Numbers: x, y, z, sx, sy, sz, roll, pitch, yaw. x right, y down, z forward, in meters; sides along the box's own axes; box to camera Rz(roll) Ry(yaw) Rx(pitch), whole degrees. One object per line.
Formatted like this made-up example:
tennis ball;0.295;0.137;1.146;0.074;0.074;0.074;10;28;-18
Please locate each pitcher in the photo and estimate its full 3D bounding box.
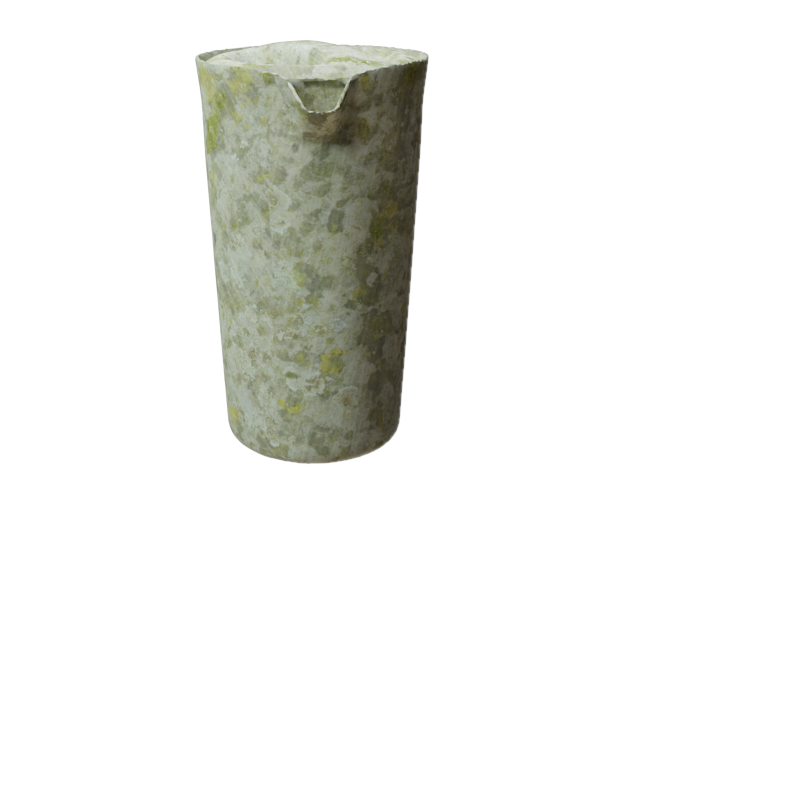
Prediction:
pitcher;-0.053;-0.097;0.676;0.153;0.233;0.147;15;23;36
